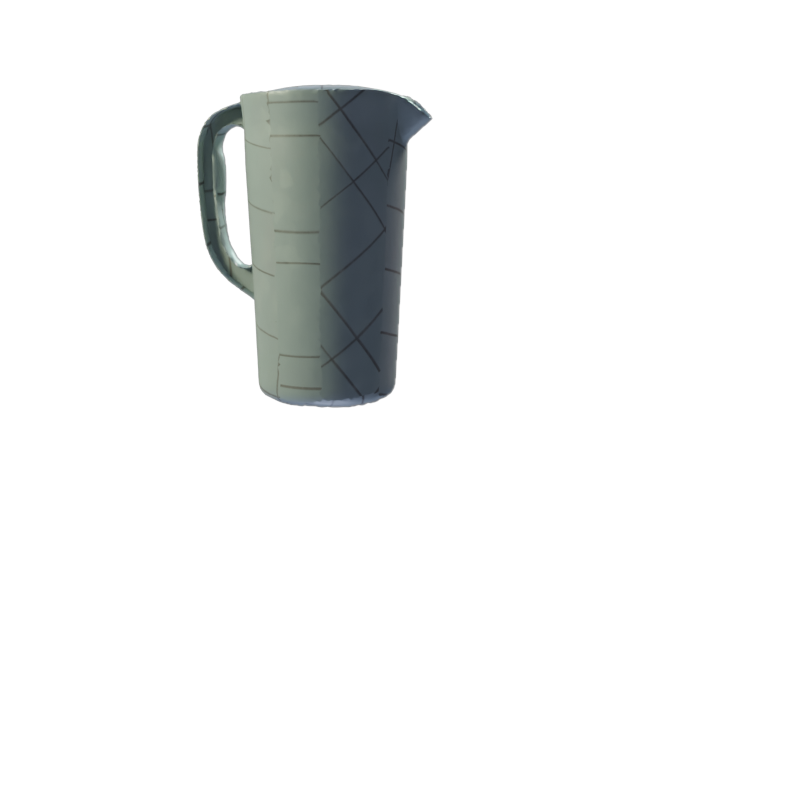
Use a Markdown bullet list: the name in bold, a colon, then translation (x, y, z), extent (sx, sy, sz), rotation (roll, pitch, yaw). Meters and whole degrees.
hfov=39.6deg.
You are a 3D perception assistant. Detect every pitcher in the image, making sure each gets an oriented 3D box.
- **pitcher**: translation (-0.068, -0.124, 0.868), extent (0.140, 0.240, 0.156), rotation (-3, 7, -30)
